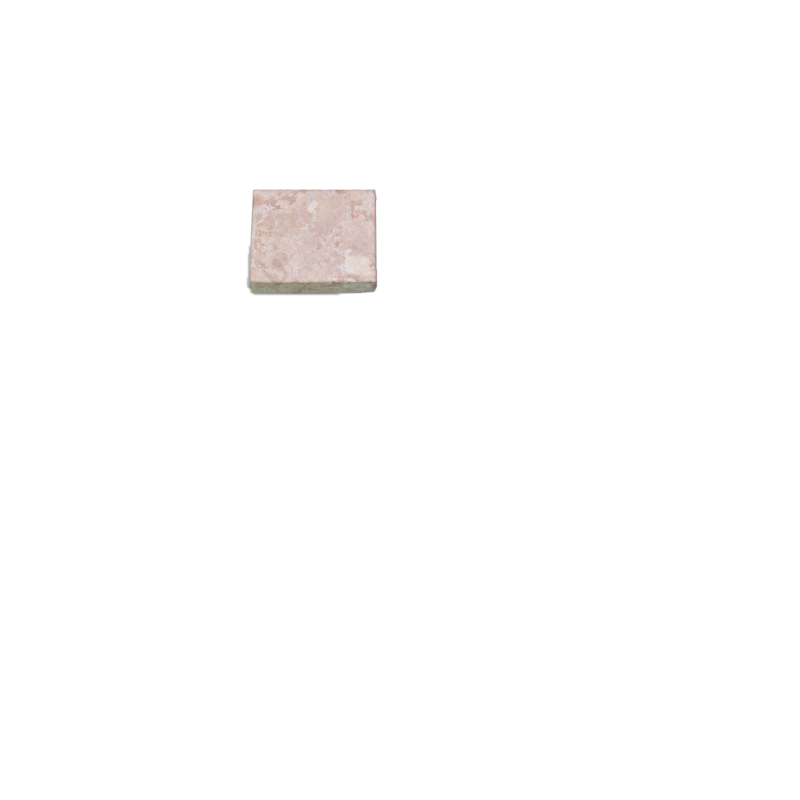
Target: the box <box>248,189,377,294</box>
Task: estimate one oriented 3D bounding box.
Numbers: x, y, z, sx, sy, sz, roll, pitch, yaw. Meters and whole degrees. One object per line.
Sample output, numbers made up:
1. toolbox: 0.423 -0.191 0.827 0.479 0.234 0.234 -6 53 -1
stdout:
1. box: -0.077 -0.141 0.986 0.113 0.094 0.037 0 -21 0
